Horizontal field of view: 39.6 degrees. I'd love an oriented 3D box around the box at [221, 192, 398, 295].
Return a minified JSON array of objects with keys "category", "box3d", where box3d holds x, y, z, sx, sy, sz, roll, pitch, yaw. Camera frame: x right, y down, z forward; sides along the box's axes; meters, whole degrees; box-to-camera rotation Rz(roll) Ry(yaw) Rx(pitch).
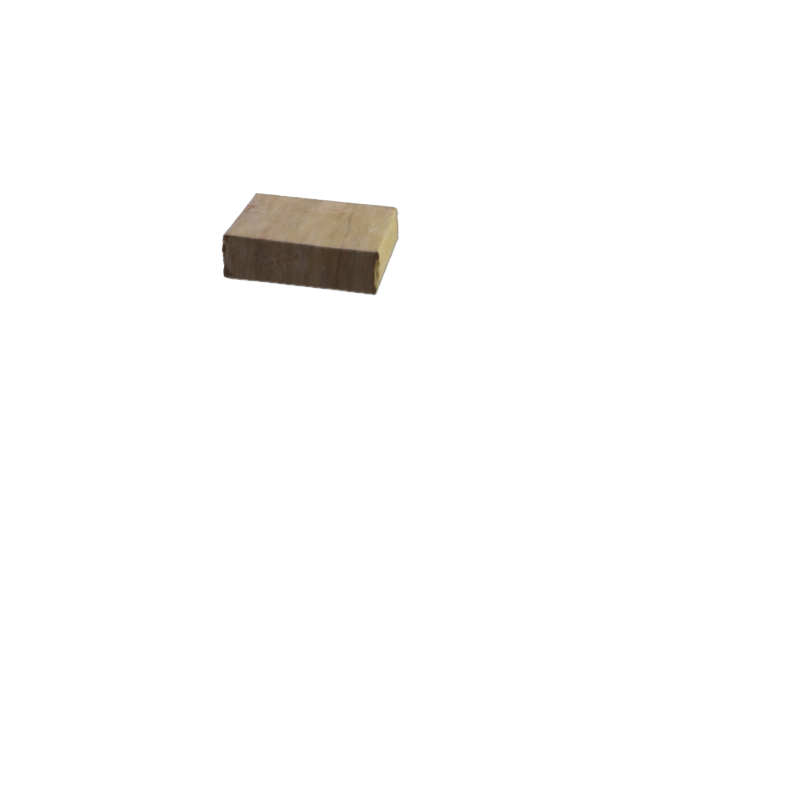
[{"category":"box","box3d":[-0.063,-0.114,0.800,0.115,0.037,0.093,5,27,9]}]
